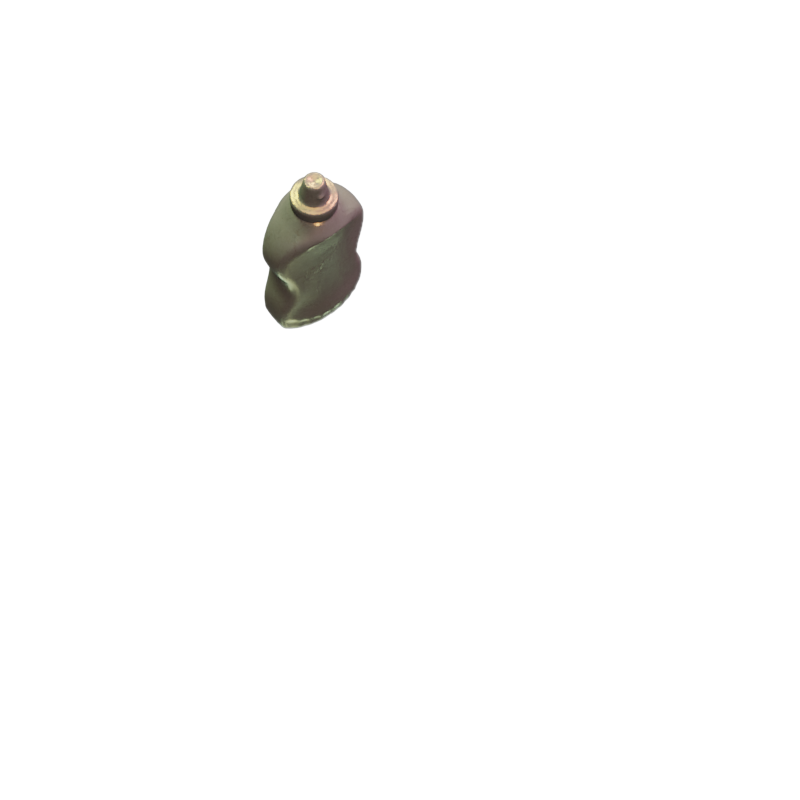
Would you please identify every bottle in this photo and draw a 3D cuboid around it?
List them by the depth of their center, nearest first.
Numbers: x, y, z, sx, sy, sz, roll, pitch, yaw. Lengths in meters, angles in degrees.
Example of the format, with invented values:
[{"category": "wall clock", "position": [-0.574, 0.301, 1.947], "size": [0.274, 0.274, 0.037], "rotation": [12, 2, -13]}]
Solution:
[{"category": "bottle", "position": [-0.076, -0.139, 0.976], "size": [0.096, 0.062, 0.181], "rotation": [-34, -19, -18]}]
